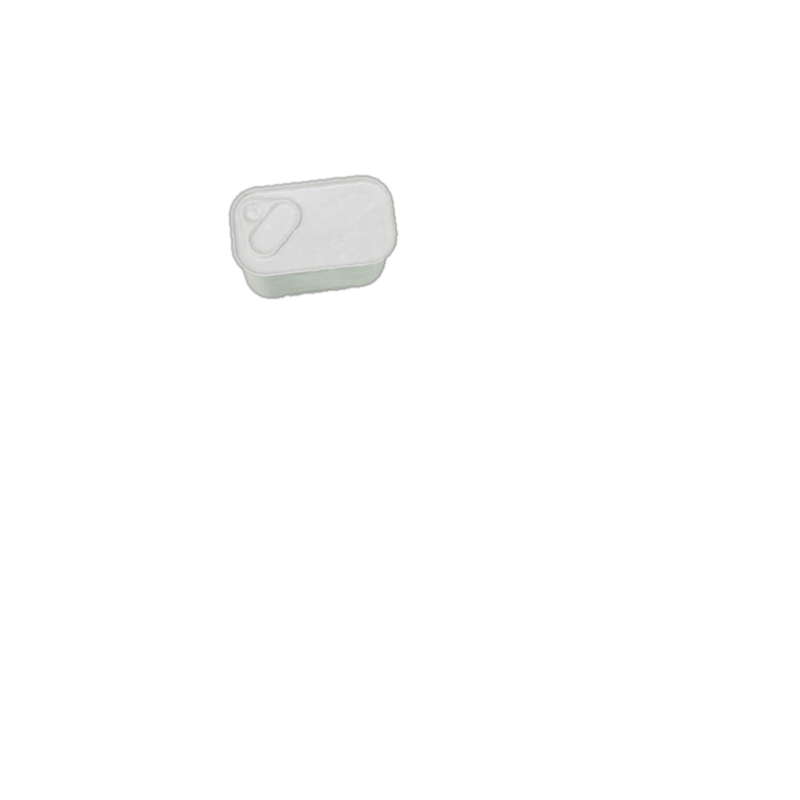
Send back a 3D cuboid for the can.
[{"bbox_3d":[-0.057,-0.103,0.723,0.102,0.059,0.082,-7,-8,-3],"label":"can"}]
